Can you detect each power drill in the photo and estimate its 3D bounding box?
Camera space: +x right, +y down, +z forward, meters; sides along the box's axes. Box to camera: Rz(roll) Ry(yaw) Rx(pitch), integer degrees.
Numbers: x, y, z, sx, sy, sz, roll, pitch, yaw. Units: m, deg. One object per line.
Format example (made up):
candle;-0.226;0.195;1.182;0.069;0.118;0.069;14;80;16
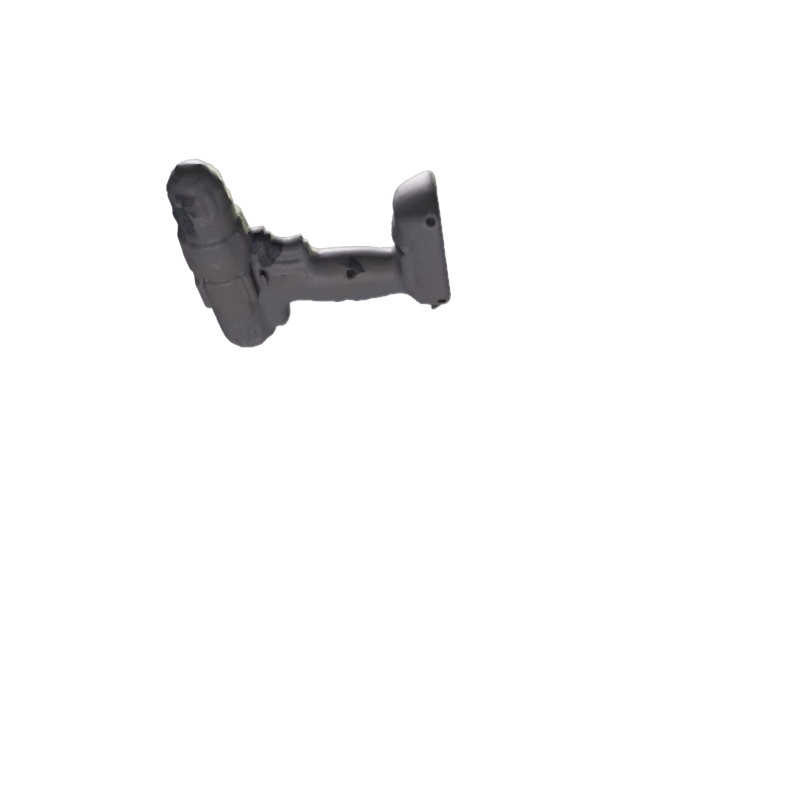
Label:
power drill;-0.063;-0.114;0.800;0.189;0.061;0.170;-6;-36;8
